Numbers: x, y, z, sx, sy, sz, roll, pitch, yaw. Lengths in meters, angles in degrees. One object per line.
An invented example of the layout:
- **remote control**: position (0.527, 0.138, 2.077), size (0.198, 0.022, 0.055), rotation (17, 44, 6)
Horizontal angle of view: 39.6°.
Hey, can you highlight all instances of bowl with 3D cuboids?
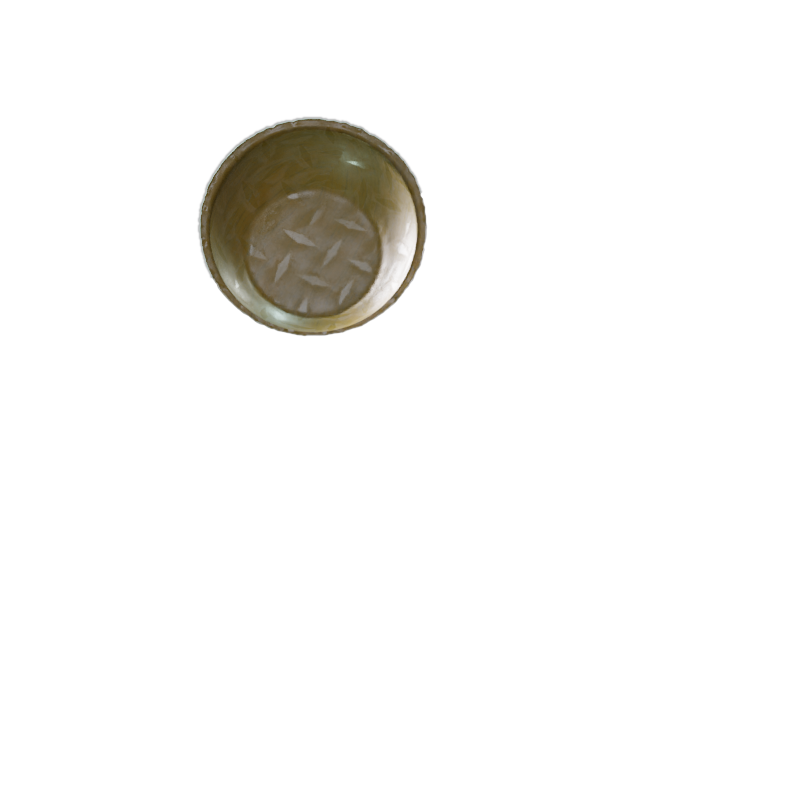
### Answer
- **bowl**: position (-0.060, -0.109, 0.762), size (0.162, 0.155, 0.058), rotation (1, 20, -1)
